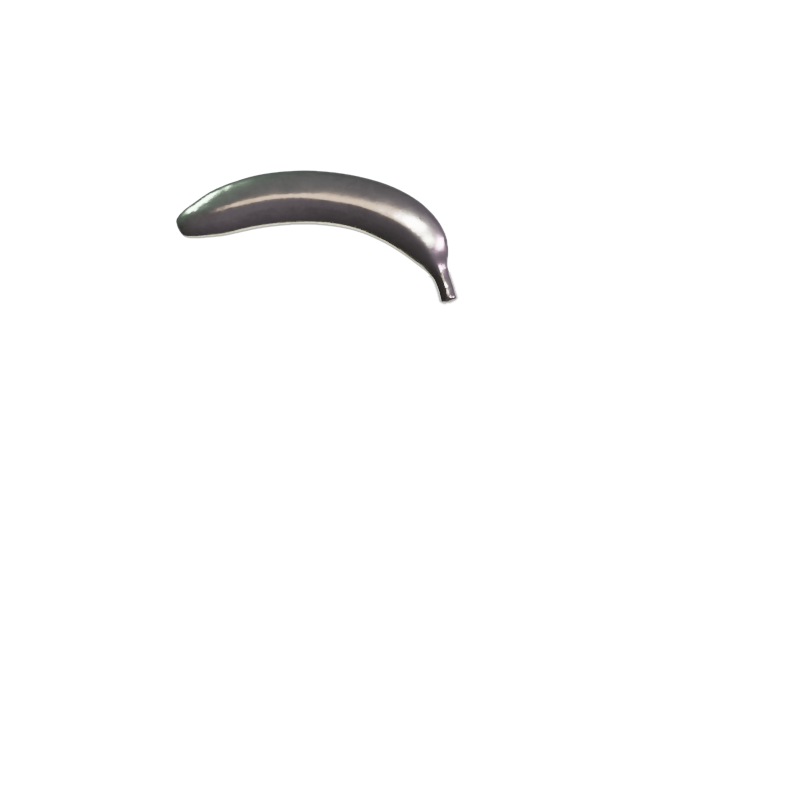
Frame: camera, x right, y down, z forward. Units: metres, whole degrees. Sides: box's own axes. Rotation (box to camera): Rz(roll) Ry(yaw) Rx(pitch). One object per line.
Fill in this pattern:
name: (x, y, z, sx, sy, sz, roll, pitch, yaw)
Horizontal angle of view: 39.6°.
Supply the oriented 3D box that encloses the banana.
banana: (-0.051, -0.124, 0.756, 0.200, 0.072, 0.035, 14, -19, 5)
